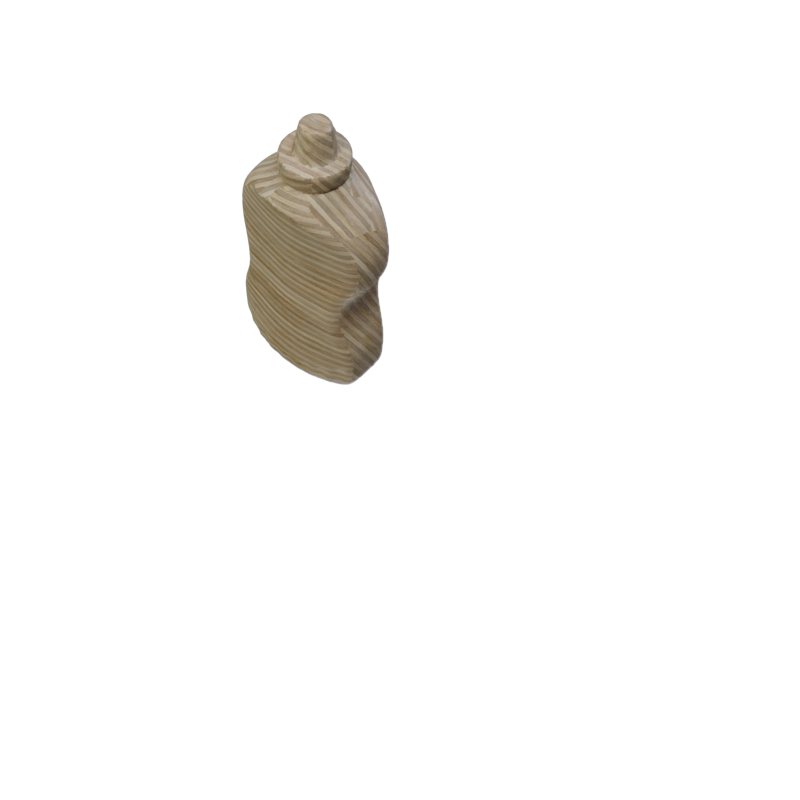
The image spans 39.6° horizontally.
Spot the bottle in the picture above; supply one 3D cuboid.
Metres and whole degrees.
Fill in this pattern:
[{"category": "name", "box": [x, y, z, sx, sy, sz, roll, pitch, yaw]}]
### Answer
[{"category": "bottle", "box": [-0.051, -0.093, 0.653, 0.059, 0.102, 0.179, -38, -25, -26]}]
